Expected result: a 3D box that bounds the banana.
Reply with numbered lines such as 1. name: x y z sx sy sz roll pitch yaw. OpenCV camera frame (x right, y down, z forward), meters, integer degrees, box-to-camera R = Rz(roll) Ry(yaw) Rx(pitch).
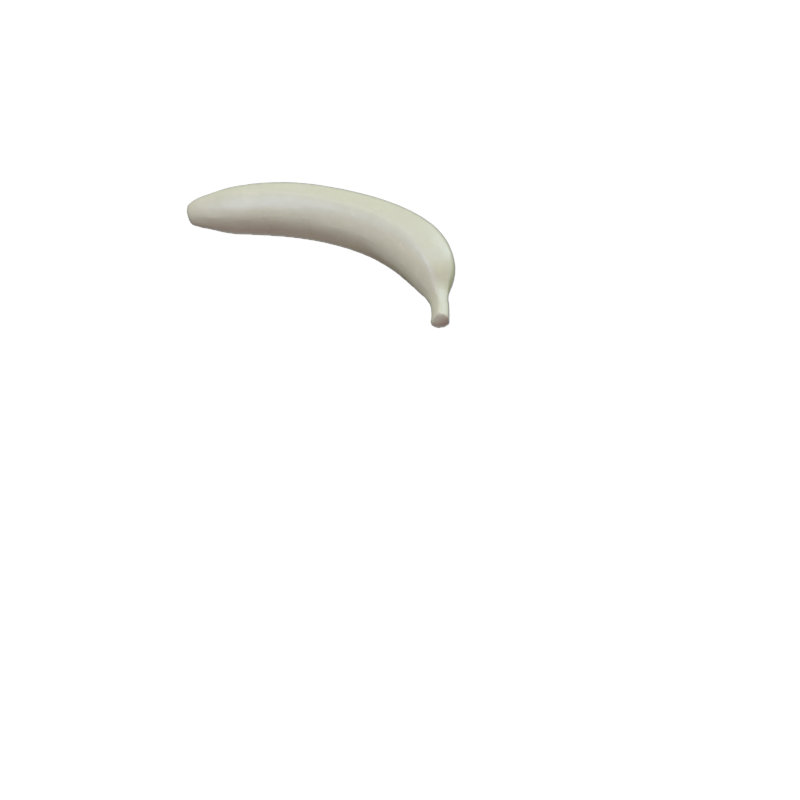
1. banana: -0.042 -0.108 0.705 0.208 0.034 0.071 23 43 26
